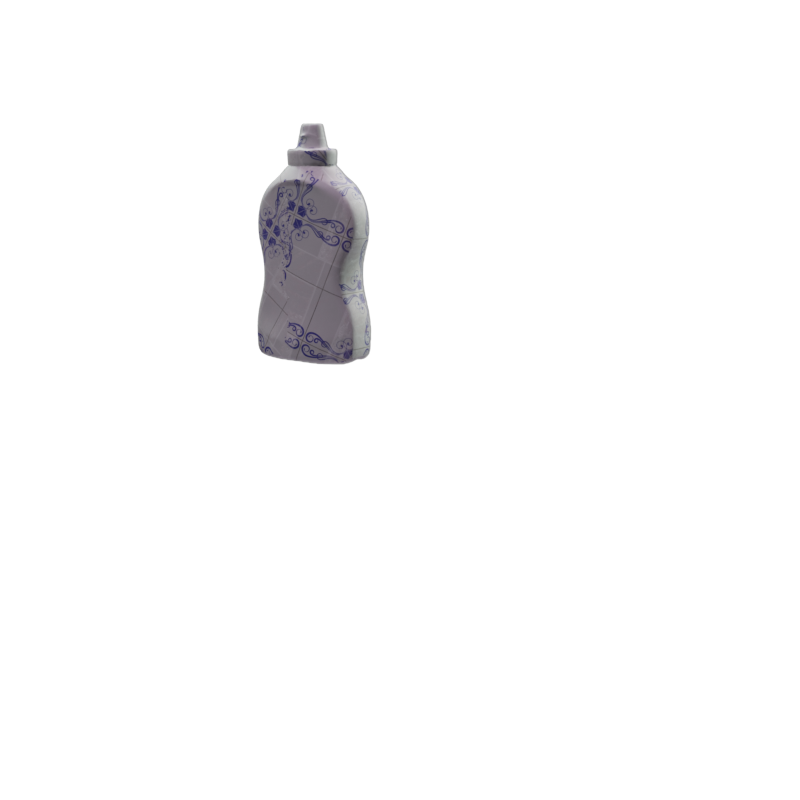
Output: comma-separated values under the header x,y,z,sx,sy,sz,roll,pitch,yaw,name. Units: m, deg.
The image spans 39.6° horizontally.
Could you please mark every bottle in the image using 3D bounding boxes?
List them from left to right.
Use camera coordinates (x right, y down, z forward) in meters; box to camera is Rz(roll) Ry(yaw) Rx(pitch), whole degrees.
x,y,z,sx,sy,sz,roll,pitch,yaw,name
-0.071,-0.129,0.905,0.100,0.189,0.057,5,7,34,bottle
